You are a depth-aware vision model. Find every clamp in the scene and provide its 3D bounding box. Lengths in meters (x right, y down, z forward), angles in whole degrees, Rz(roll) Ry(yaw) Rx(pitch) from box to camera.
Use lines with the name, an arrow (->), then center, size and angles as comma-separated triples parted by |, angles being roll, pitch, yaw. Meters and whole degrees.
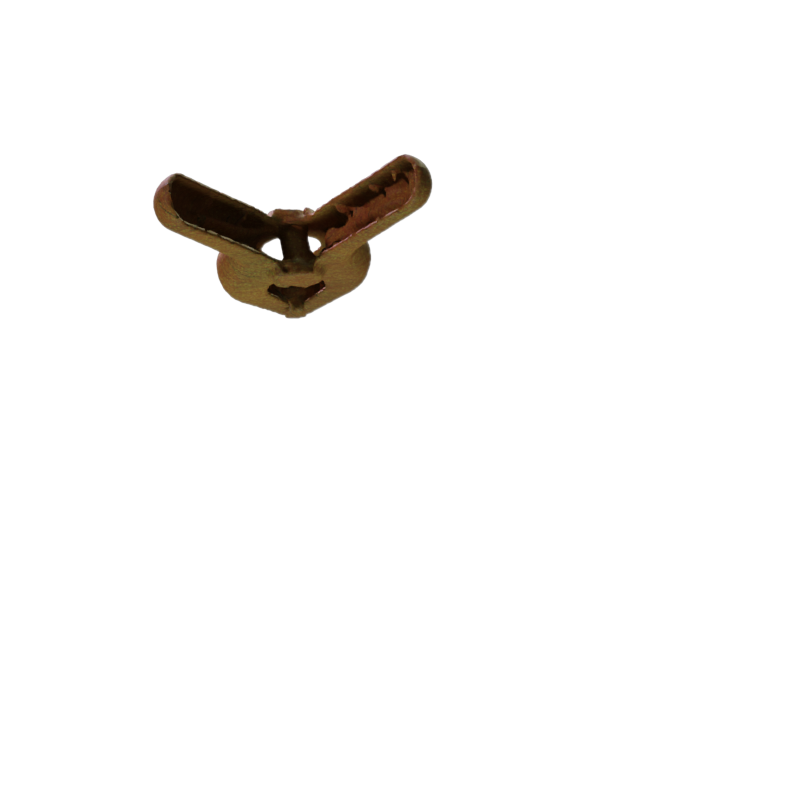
clamp -> -0.043, -0.078, 0.543 | 0.121, 0.040, 0.165 | -1, -9, 5
